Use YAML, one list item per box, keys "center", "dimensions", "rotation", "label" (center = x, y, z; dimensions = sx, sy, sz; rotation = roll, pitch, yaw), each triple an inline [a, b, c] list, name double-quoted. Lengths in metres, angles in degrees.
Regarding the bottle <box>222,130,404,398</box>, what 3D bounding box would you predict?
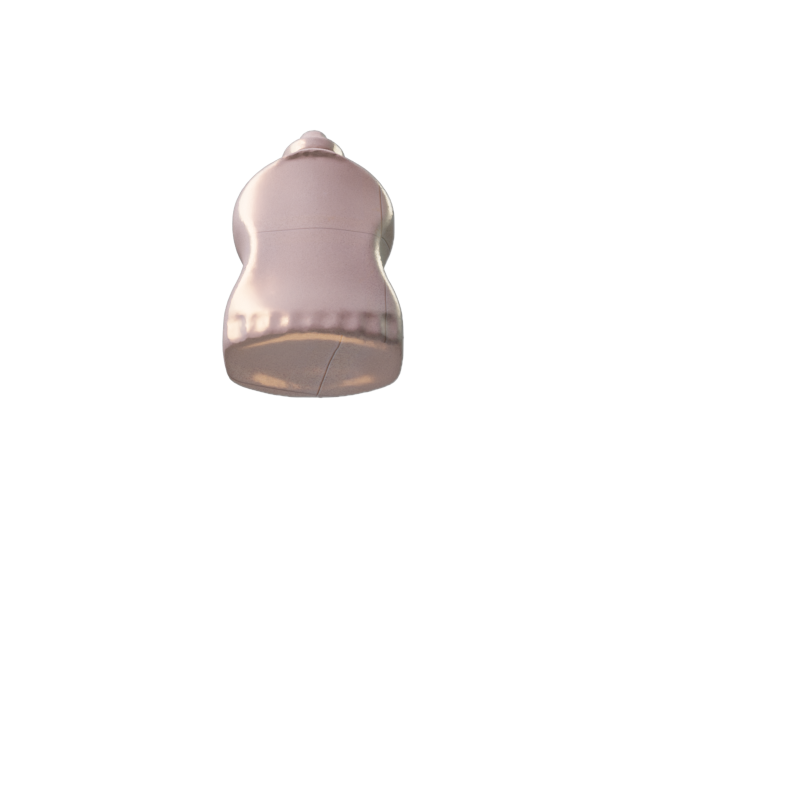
- center: [-0.051, -0.092, 0.648]
  dimensions: [0.096, 0.206, 0.054]
  rotation: [-2, -42, -1]
  label: "bottle"
